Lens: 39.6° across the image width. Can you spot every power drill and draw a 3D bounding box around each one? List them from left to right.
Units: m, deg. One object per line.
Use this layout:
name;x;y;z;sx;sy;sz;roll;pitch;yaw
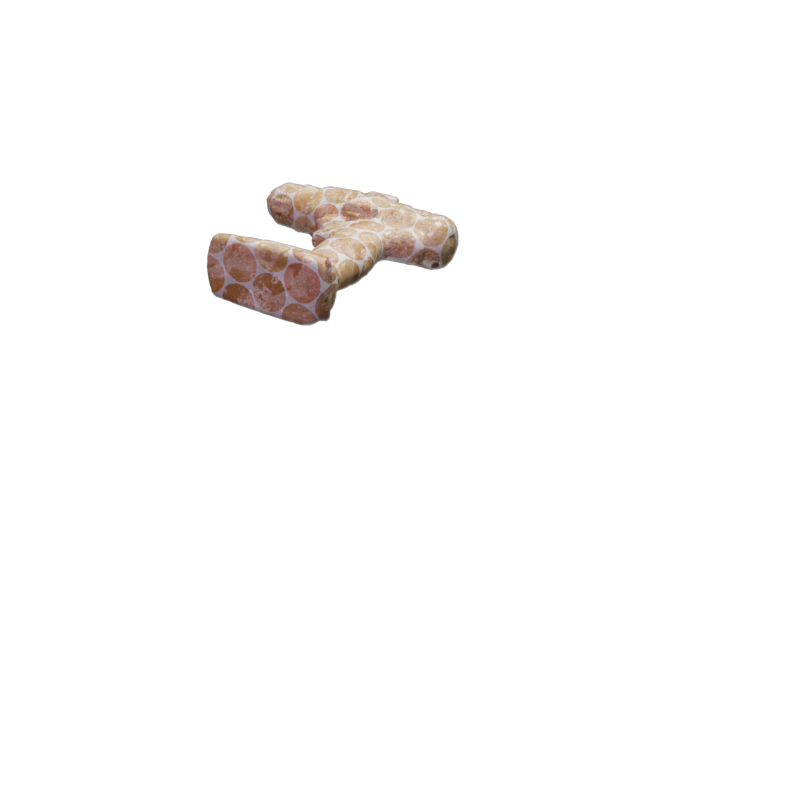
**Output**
power drill;-0.070;-0.128;0.899;0.193;0.054;0.188;16;31;28
